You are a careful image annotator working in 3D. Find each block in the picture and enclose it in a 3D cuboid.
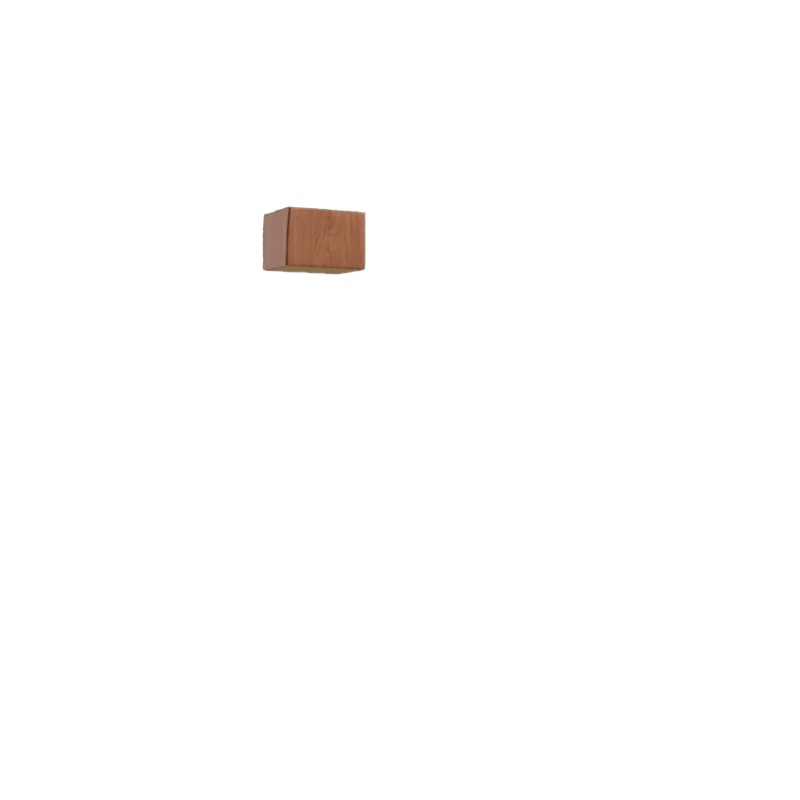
[{"bbox_3d":[-0.076,-0.138,0.968,0.075,0.052,0.054,0,-2,-29],"label":"block"}]
